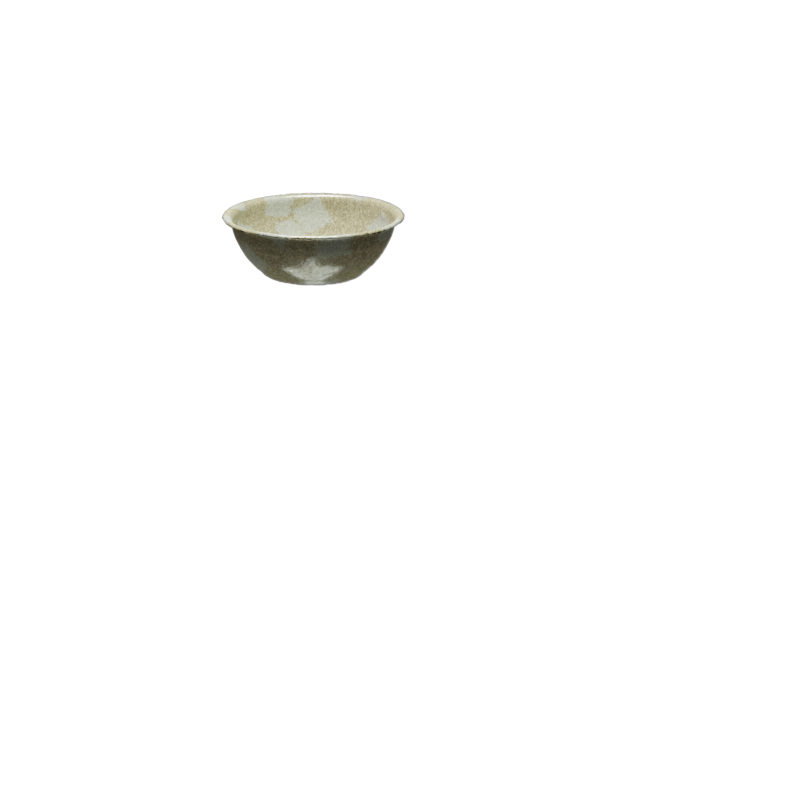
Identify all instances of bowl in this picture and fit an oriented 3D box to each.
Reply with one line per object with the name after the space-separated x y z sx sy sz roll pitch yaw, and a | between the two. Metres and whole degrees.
-0.078 -0.142 0.992 0.162 0.053 0.169 -1 22 -2 | bowl
